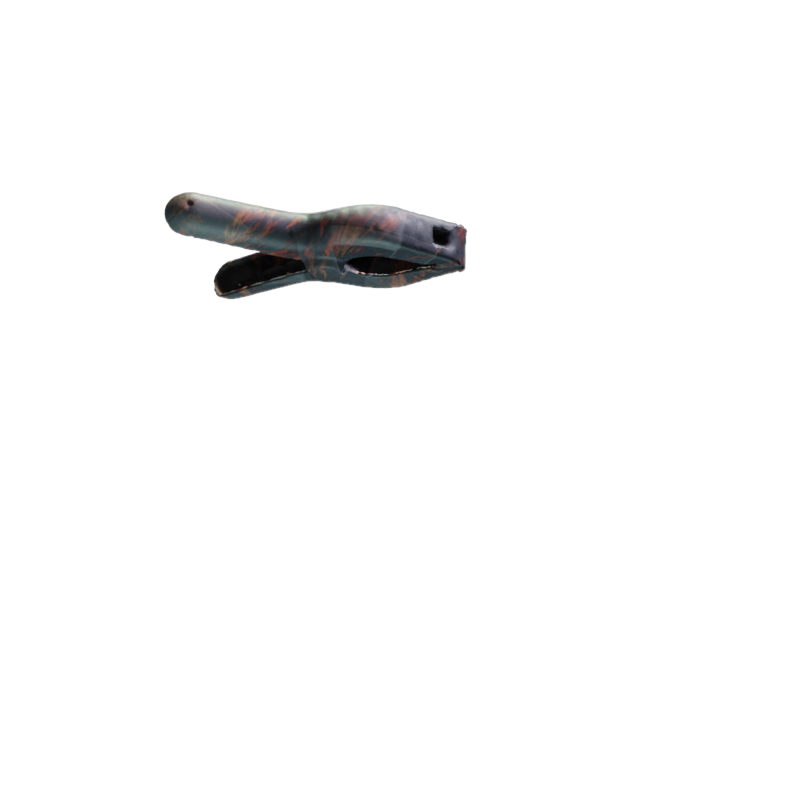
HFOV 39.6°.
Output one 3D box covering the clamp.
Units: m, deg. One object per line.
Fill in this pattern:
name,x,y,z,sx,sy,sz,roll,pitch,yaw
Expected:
clamp,-0.051,-0.092,0.648,0.175,0.041,0.114,-4,-13,17
